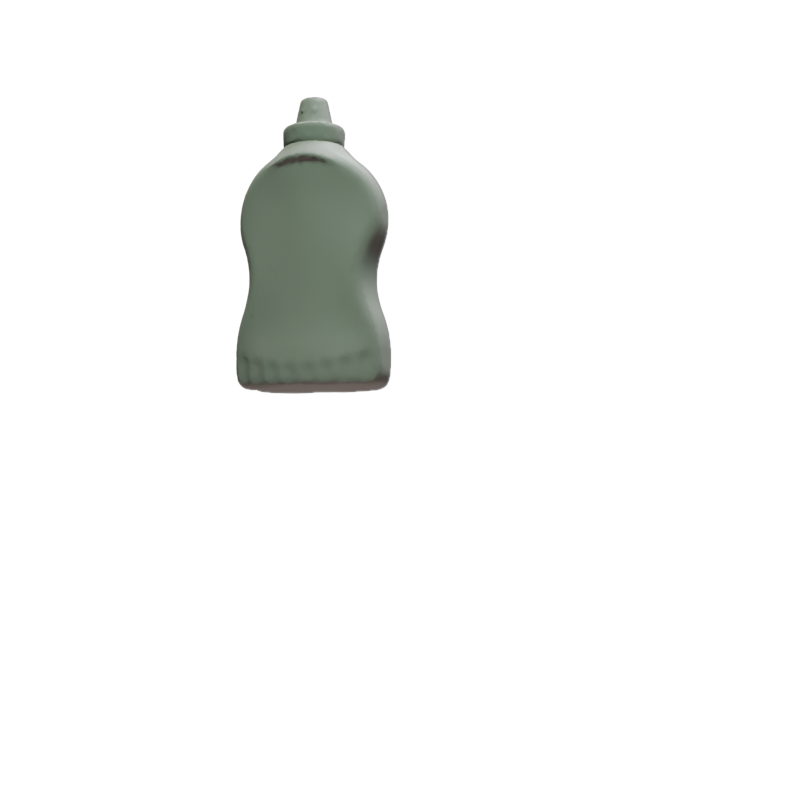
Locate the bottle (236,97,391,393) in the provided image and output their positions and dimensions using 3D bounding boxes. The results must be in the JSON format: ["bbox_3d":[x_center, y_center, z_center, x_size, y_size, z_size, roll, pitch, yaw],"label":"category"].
[{"bbox_3d":[-0.056,-0.102,0.717,0.098,0.197,0.056,-4,-11,19],"label":"bottle"}]
